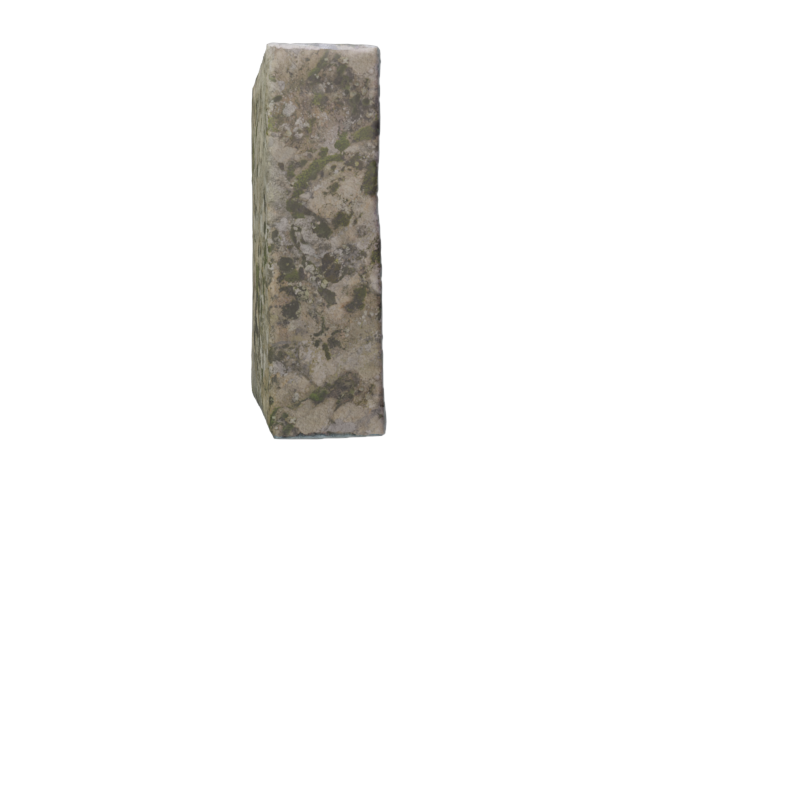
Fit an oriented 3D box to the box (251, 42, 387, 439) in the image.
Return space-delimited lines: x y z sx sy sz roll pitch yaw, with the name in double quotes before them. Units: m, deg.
"box" -0.053 -0.096 0.673 0.071 0.213 0.167 0 3 -10
